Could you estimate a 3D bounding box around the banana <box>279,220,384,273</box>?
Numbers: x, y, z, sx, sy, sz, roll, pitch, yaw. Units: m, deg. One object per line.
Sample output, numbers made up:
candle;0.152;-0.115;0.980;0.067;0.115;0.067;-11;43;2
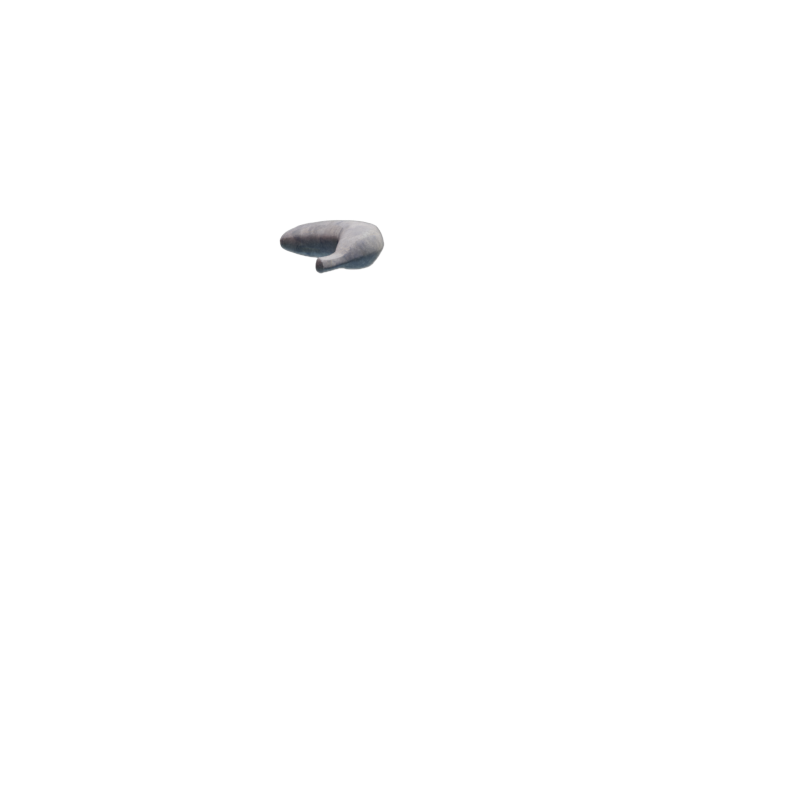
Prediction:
banana;-0.055;-0.135;0.946;0.068;0.036;0.204;-2;12;-13
